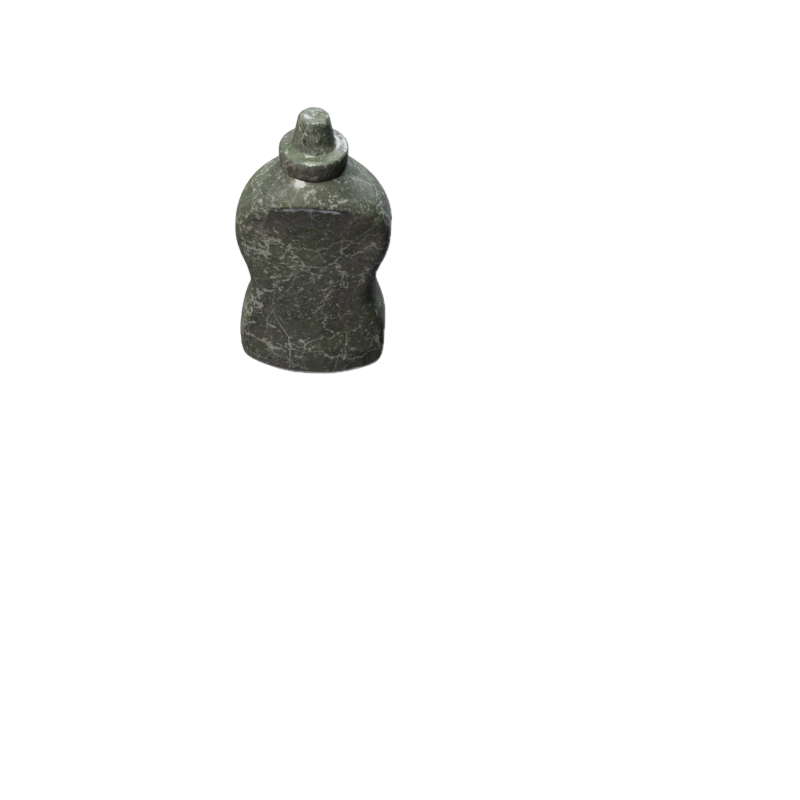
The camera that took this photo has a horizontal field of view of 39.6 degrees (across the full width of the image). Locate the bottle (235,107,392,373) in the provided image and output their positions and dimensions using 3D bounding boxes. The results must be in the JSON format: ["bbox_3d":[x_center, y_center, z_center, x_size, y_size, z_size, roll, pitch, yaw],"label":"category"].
[{"bbox_3d":[-0.054,-0.099,0.693,0.096,0.062,0.179,5,-44,2],"label":"bottle"}]
